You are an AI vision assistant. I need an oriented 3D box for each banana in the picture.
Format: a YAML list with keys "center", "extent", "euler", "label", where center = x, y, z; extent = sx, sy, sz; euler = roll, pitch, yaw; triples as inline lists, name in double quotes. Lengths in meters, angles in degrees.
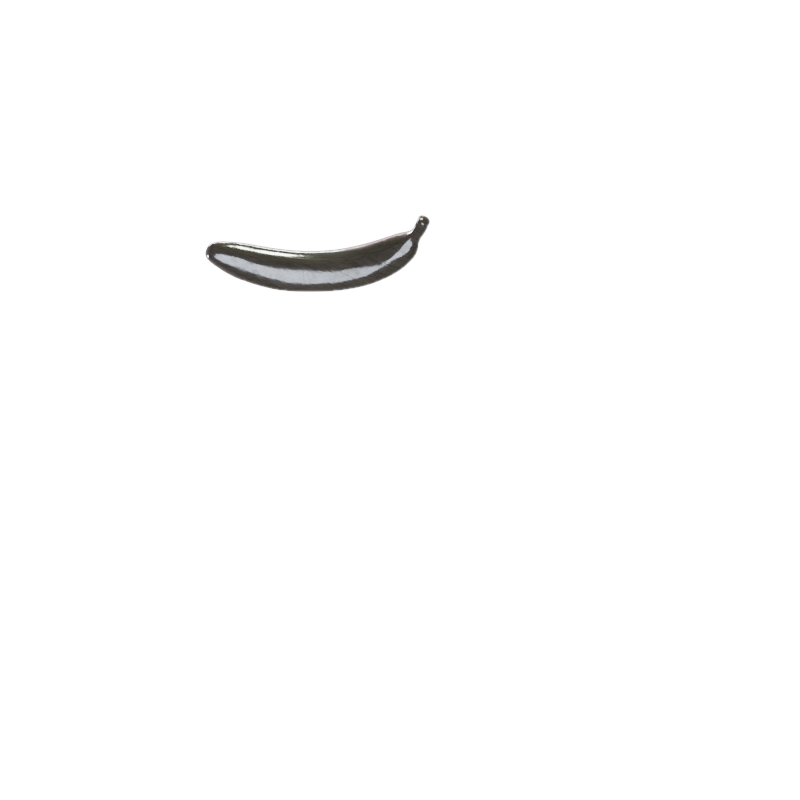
- center: [-0.070, -0.126, 0.983]
  extent: [0.199, 0.065, 0.039]
  euler: [-8, 35, 5]
  label: "banana"
